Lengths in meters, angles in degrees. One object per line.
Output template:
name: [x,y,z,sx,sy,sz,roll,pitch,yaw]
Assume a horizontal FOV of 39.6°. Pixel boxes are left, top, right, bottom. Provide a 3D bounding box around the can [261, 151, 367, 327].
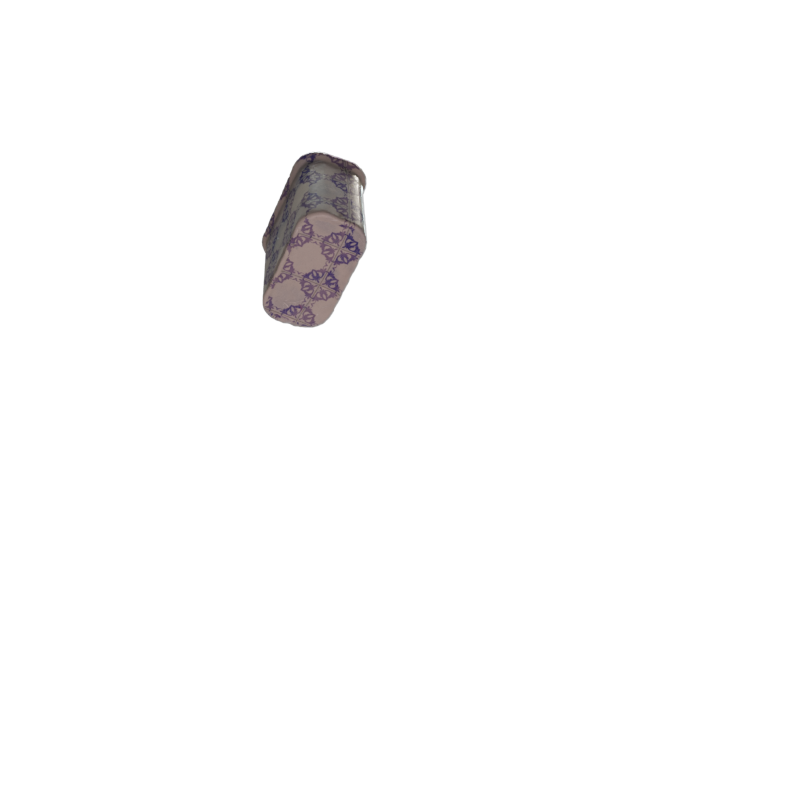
can: [-0.063,-0.115,0.802,0.056,0.098,0.090,18,34,-16]
